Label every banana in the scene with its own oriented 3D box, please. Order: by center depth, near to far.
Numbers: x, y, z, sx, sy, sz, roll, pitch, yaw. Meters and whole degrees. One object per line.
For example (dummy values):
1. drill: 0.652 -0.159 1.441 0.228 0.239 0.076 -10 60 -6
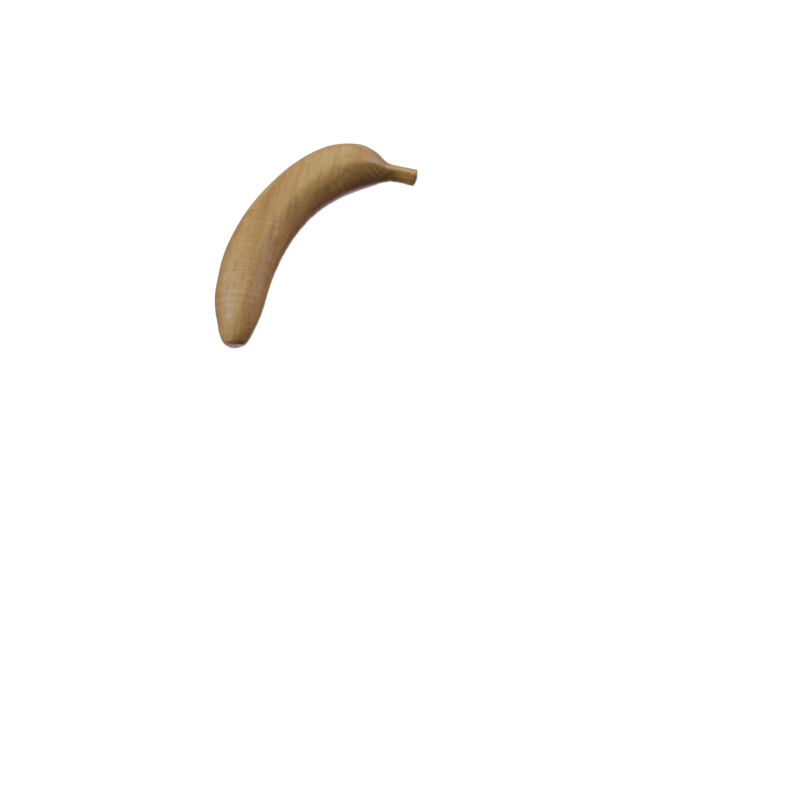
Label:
1. banana: -0.071 -0.119 0.752 0.073 0.201 0.034 32 -29 19
